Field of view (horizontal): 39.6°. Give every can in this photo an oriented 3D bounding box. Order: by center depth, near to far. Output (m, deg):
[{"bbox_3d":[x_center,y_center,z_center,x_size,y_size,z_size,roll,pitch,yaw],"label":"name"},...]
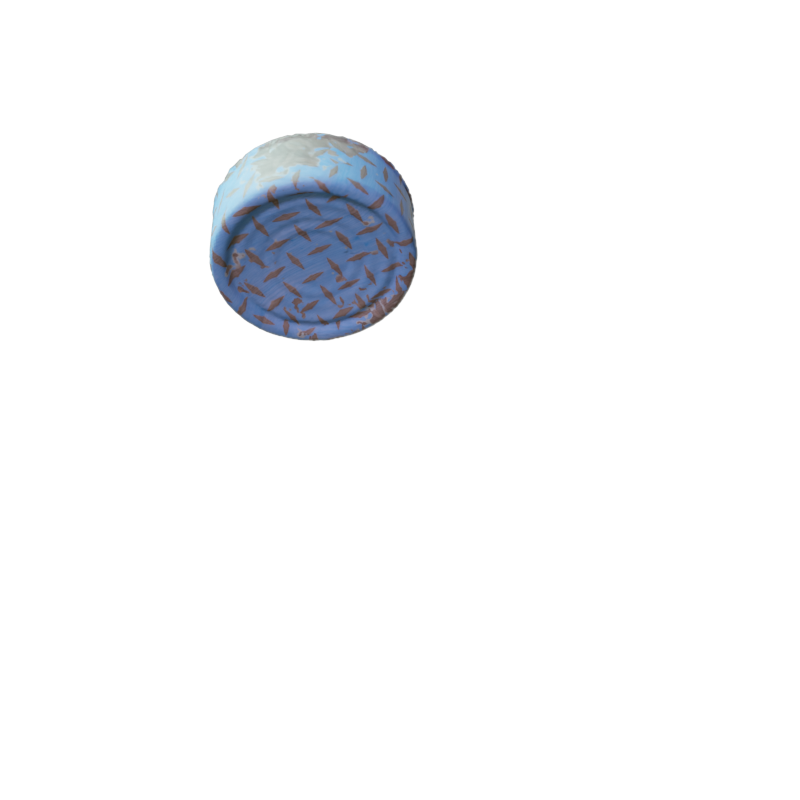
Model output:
[{"bbox_3d":[-0.036,-0.066,0.460,0.086,0.080,0.036,1,41,-1],"label":"can"}]
